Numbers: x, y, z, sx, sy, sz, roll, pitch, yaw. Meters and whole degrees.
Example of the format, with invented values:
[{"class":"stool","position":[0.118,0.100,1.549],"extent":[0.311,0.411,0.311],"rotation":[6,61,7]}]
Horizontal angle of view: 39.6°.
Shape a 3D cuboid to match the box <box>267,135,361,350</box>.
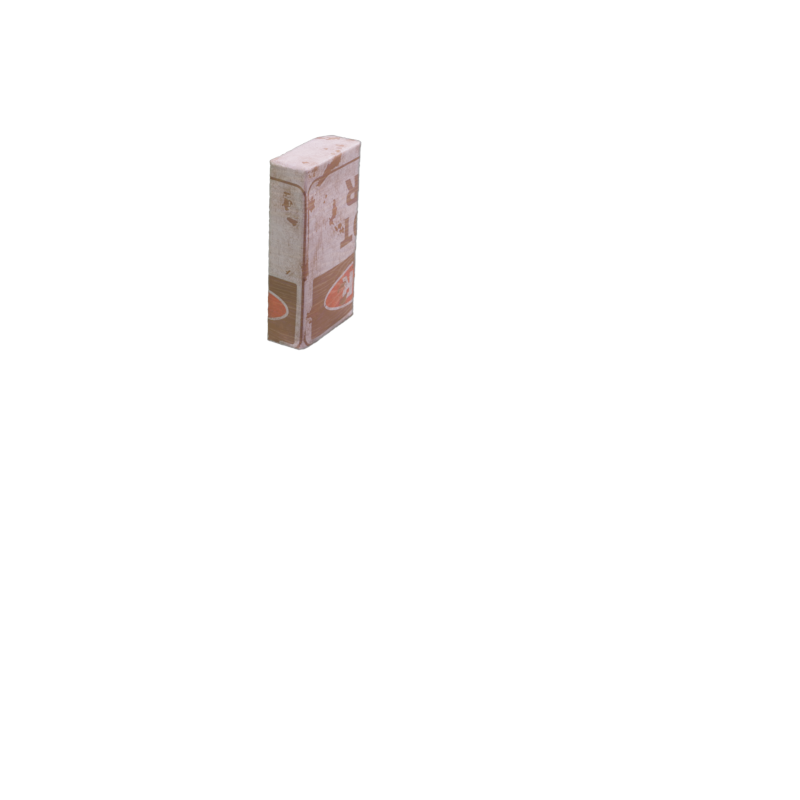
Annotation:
[{"class":"box","position":[-0.078,-0.142,0.994],"extent":[0.050,0.167,0.094],"rotation":[14,28,26]}]
